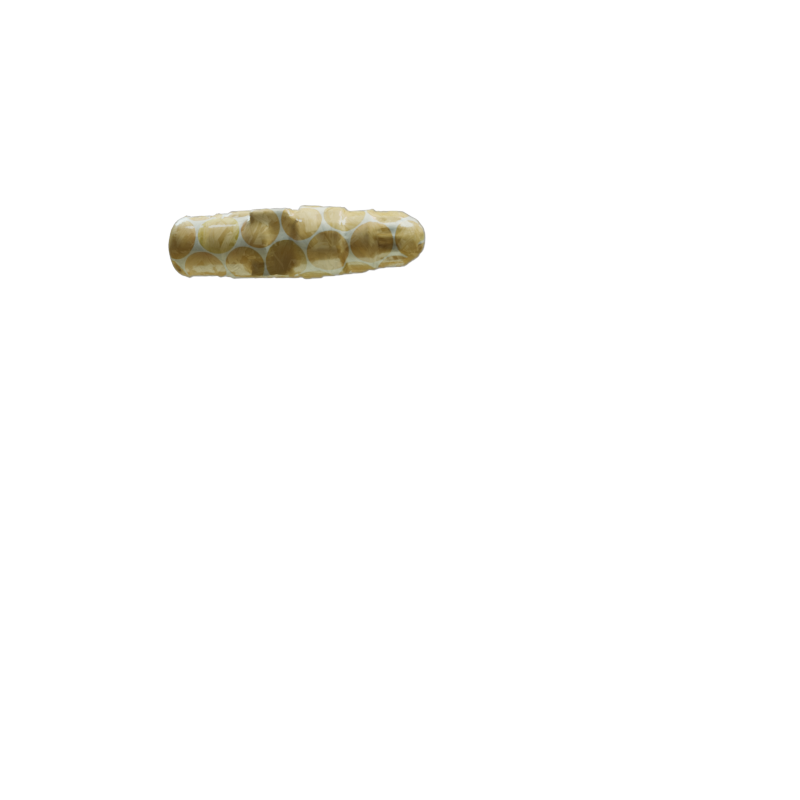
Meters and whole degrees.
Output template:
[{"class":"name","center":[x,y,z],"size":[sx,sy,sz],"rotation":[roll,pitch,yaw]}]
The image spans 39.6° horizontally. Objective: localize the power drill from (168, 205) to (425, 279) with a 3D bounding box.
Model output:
[{"class":"power drill","center":[-0.067,-0.122,0.856],"size":[0.187,0.057,0.186],"rotation":[1,6,8]}]
